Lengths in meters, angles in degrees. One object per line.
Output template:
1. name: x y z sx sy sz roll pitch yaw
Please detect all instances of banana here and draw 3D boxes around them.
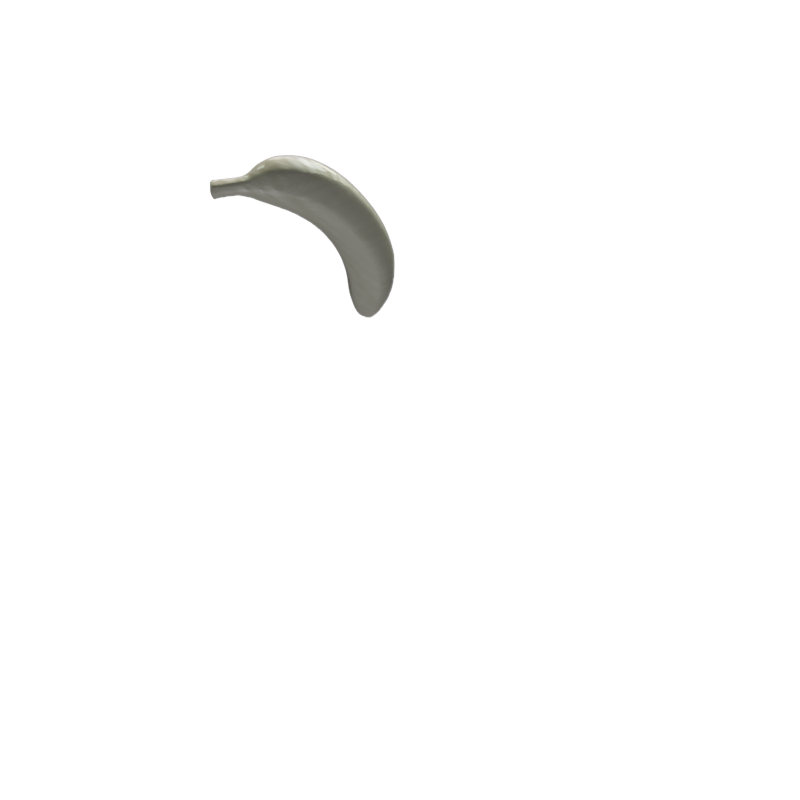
1. banana: -0.047 -0.117 0.765 0.070 0.039 0.183 -18 -34 27
